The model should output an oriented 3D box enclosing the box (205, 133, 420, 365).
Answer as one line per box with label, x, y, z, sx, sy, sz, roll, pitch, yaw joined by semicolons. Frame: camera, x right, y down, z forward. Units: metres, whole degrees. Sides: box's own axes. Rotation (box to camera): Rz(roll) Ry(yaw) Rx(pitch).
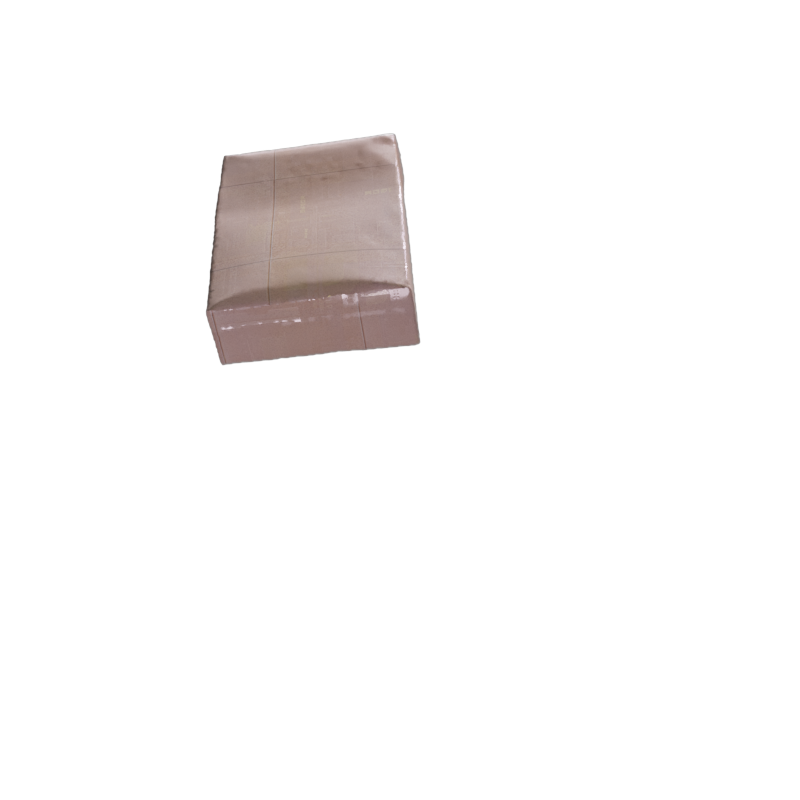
box;-0.074;-0.135;0.947;0.165;0.230;0.066;-7;-45;4
